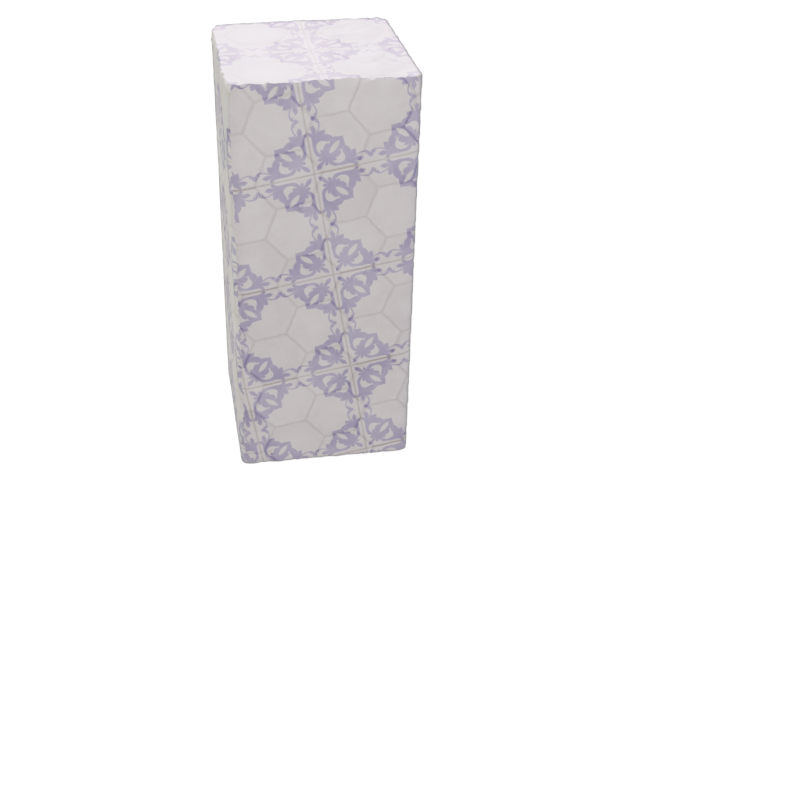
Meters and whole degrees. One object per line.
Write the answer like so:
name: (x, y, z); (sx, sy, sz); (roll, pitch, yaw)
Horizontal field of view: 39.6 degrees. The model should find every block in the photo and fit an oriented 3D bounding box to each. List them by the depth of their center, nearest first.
block: (-0.045, -0.081, 0.565); (0.089, 0.194, 0.097); (-4, 32, -10)
